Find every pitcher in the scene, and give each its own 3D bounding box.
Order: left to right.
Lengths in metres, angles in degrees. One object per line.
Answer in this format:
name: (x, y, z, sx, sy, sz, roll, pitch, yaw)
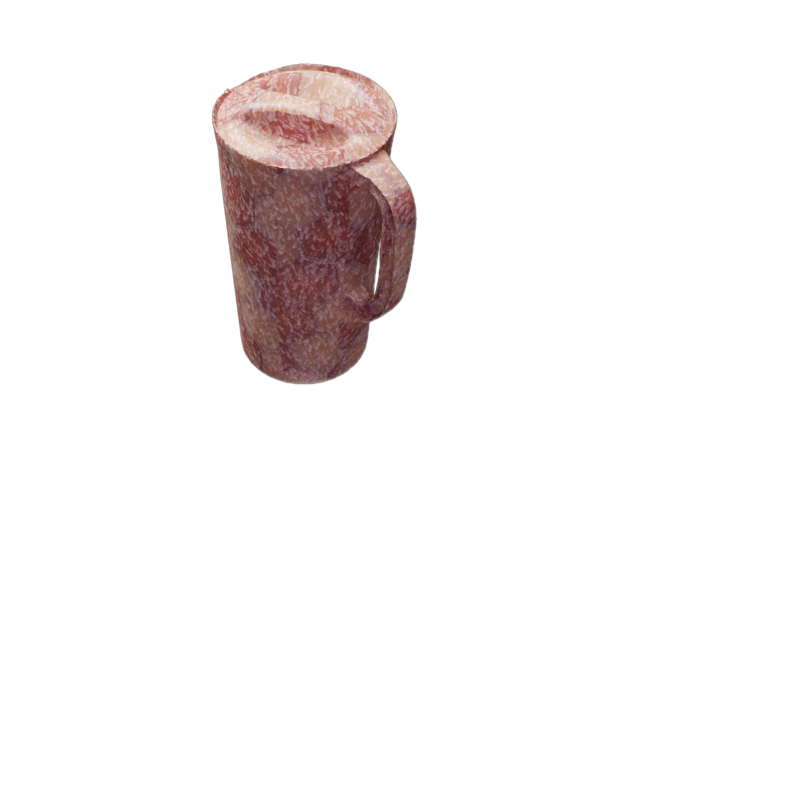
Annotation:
pitcher: (-0.067, -0.123, 0.858, 0.145, 0.226, 0.160, 1, 44, -2)
